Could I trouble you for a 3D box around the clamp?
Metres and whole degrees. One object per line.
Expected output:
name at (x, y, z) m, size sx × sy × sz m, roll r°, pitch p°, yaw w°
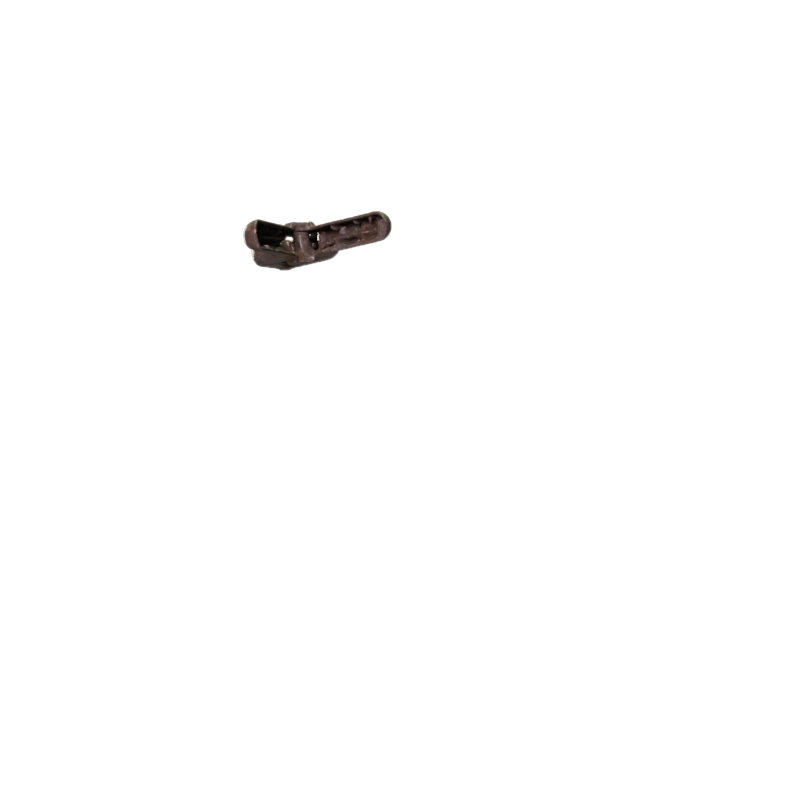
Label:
clamp at (-0.075, -0.136, 0.953) m, size 0.119 × 0.039 × 0.172 m, roll 0°, pitch 2°, yaw -6°
